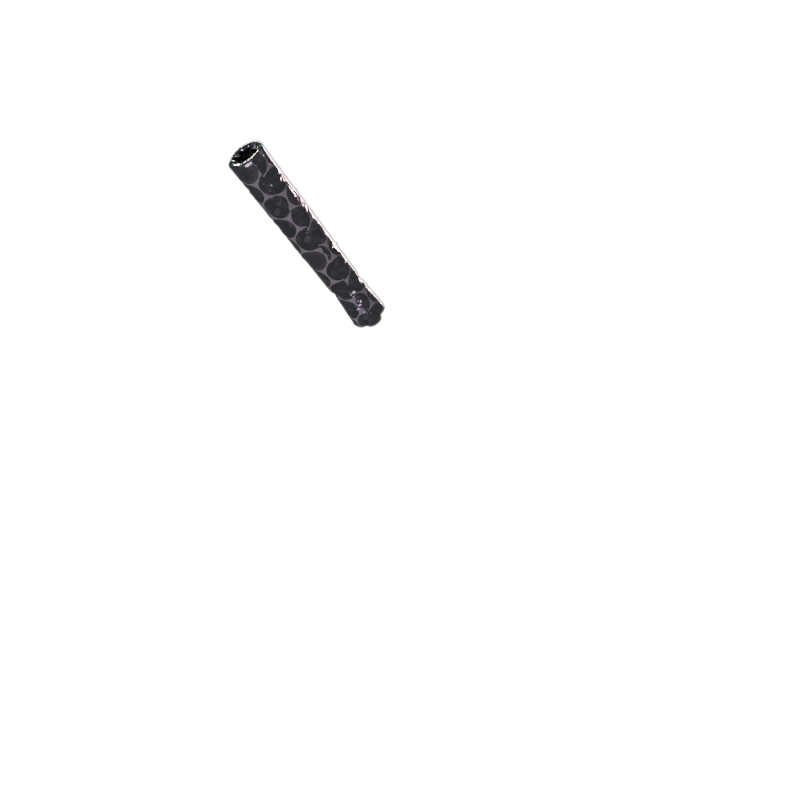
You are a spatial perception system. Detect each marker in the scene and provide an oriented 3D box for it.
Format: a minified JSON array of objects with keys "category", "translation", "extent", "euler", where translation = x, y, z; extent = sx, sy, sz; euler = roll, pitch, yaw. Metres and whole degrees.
[{"category":"marker","translation":[-0.042,-0.077,0.541],"extent":[0.021,0.020,0.112],"euler":[2,-38,44]}]
